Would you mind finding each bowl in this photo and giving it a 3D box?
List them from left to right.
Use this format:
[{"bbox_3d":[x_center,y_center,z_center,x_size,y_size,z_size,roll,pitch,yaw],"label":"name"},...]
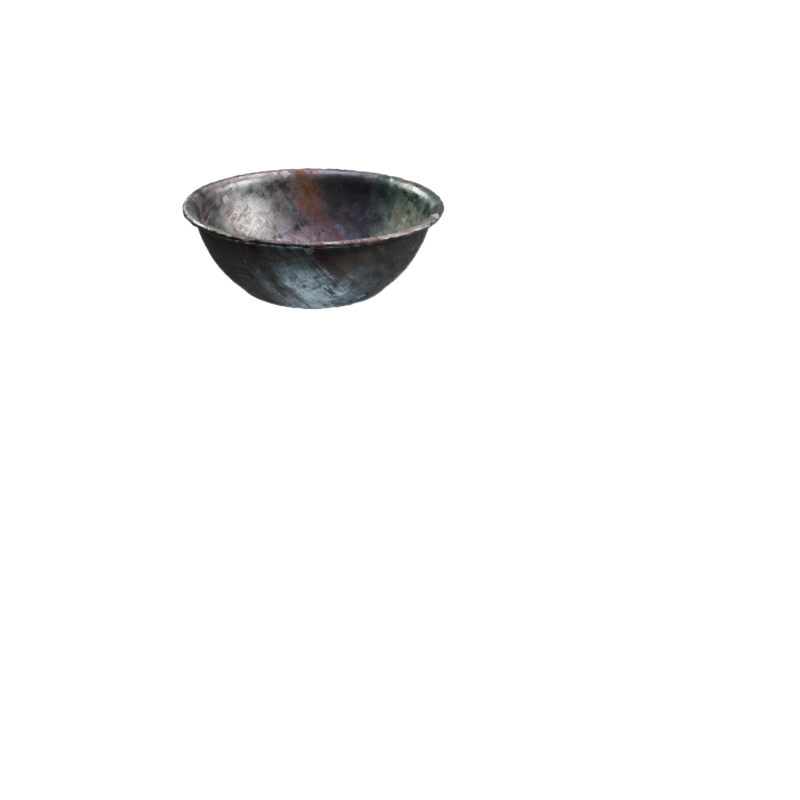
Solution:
[{"bbox_3d":[-0.054,-0.099,0.695,0.162,0.052,0.171,-1,26,-2],"label":"bowl"}]
